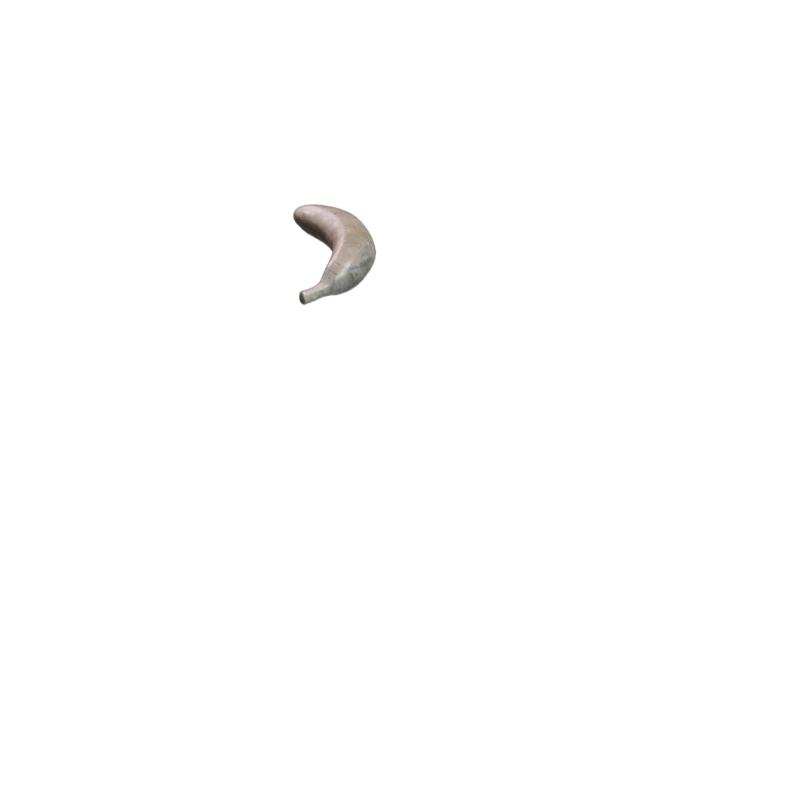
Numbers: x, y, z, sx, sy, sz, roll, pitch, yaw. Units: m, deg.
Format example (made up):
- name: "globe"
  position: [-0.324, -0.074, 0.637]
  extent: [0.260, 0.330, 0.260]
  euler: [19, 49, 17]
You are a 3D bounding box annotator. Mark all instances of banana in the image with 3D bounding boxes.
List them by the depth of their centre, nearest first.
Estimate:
- name: "banana"
  position: [-0.058, -0.139, 0.981]
  extent: [0.069, 0.035, 0.209]
  euler: [-2, 27, -5]
